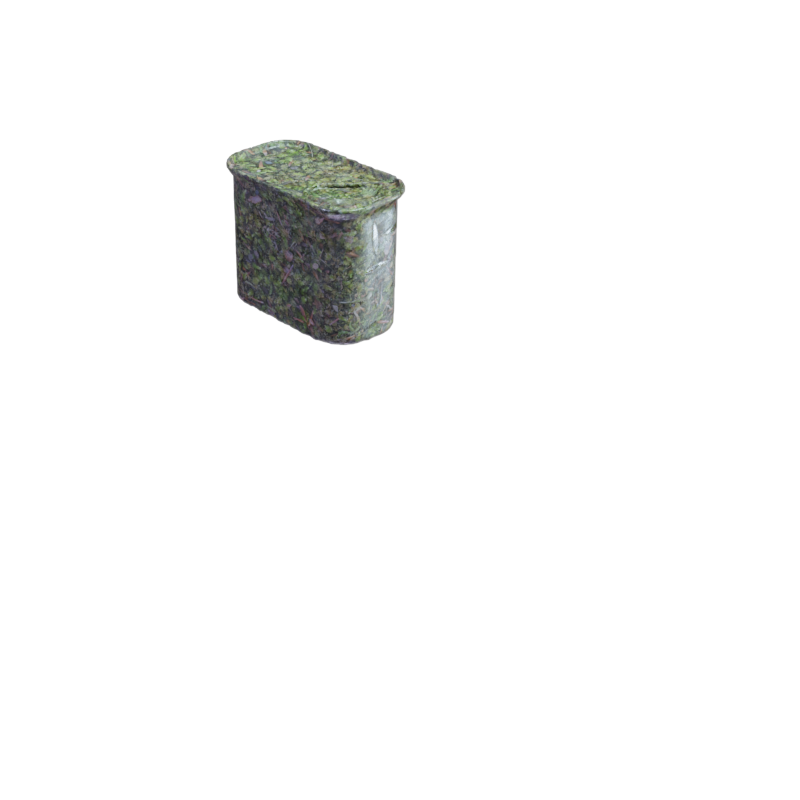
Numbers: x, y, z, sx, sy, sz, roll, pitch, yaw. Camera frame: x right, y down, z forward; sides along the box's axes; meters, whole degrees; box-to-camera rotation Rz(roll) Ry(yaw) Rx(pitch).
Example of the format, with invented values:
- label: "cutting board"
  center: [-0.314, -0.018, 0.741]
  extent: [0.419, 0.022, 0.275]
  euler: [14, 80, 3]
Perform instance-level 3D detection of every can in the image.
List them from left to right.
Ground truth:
- label: "can"
  center: [-0.048, -0.087, 0.611]
  extent: [0.057, 0.079, 0.109]
  euler: [-25, 39, -38]
